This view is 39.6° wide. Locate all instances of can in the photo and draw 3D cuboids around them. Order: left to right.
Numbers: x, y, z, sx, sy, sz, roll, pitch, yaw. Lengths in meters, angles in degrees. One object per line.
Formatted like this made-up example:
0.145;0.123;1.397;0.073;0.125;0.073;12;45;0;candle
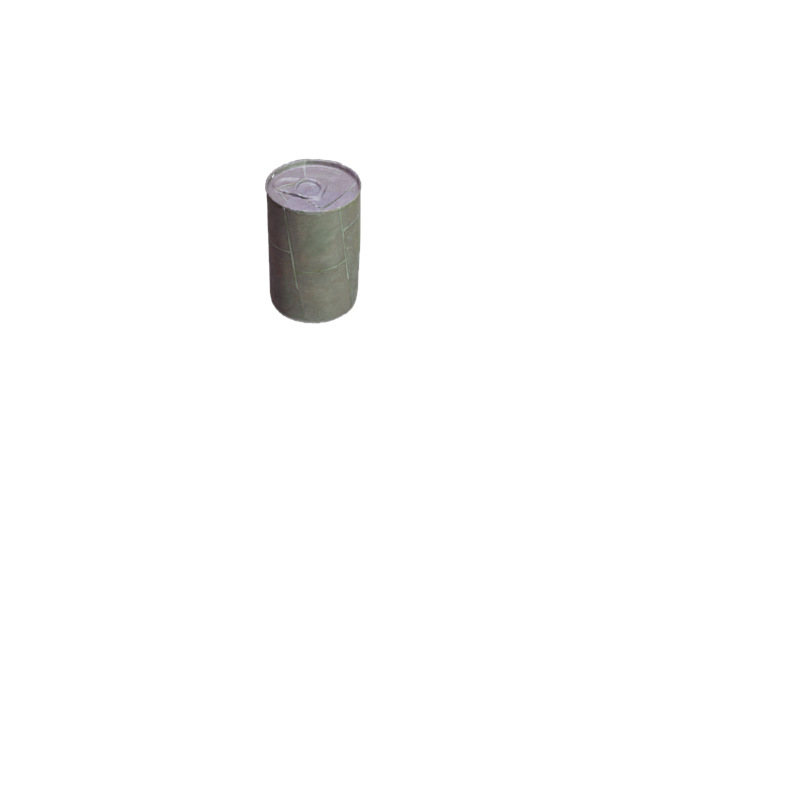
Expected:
-0.063;-0.115;0.808;0.068;0.095;0.073;0;40;-3;can
